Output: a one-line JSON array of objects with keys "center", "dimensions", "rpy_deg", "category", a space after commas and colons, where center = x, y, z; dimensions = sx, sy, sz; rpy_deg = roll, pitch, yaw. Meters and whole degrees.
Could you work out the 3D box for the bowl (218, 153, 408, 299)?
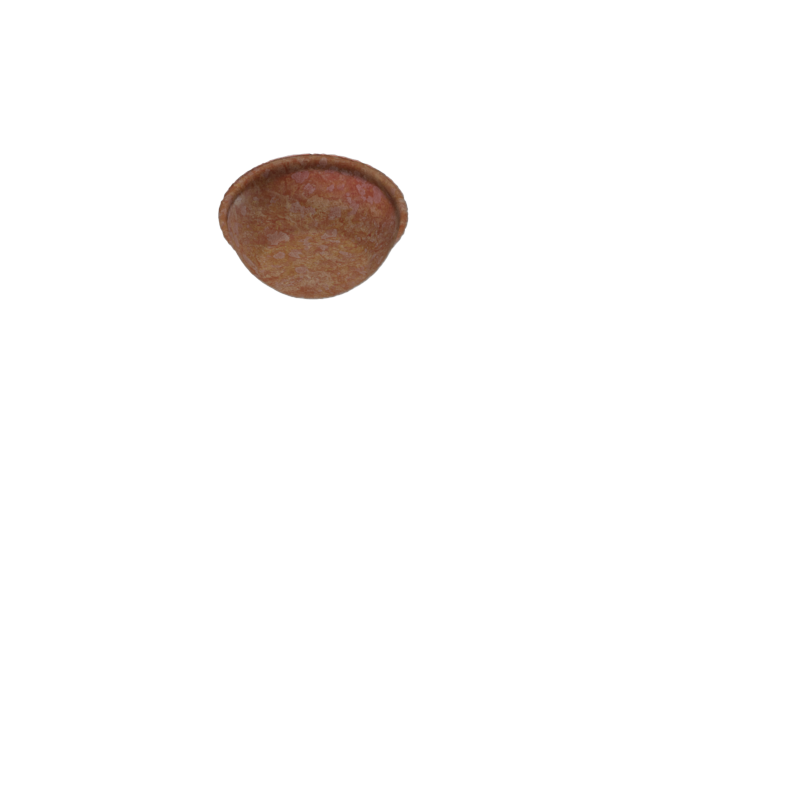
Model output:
[{"center": [-0.073, -0.133, 0.929], "dimensions": [0.162, 0.059, 0.151], "rpy_deg": [1, -34, -2], "category": "bowl"}]
